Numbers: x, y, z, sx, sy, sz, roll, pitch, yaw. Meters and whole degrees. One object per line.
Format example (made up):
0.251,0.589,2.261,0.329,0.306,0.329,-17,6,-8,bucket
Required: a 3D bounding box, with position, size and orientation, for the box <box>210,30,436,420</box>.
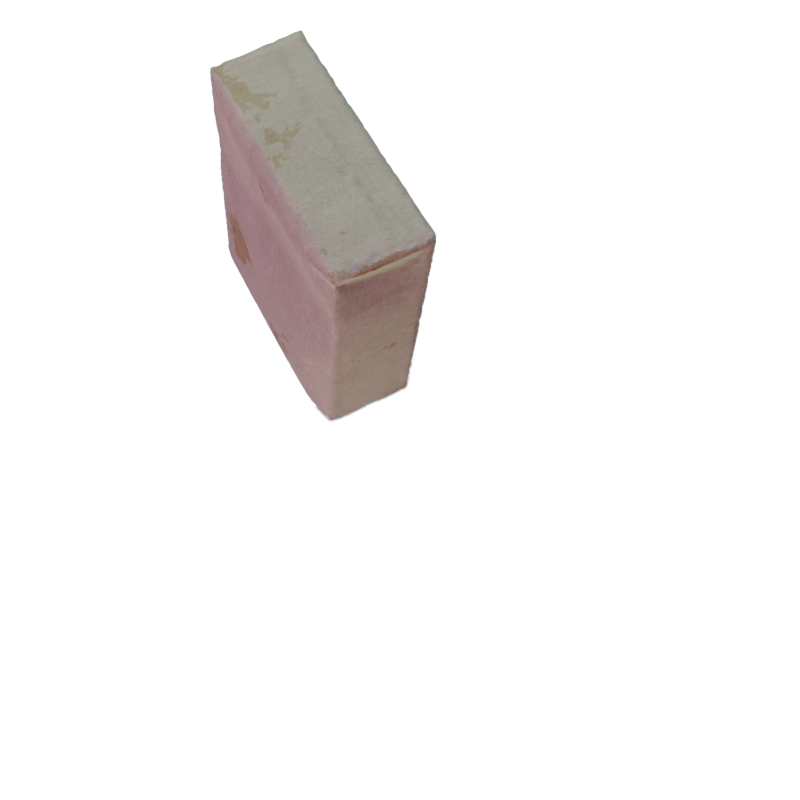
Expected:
-0.056,-0.102,0.712,0.072,0.174,0.202,-25,-22,-14,box
